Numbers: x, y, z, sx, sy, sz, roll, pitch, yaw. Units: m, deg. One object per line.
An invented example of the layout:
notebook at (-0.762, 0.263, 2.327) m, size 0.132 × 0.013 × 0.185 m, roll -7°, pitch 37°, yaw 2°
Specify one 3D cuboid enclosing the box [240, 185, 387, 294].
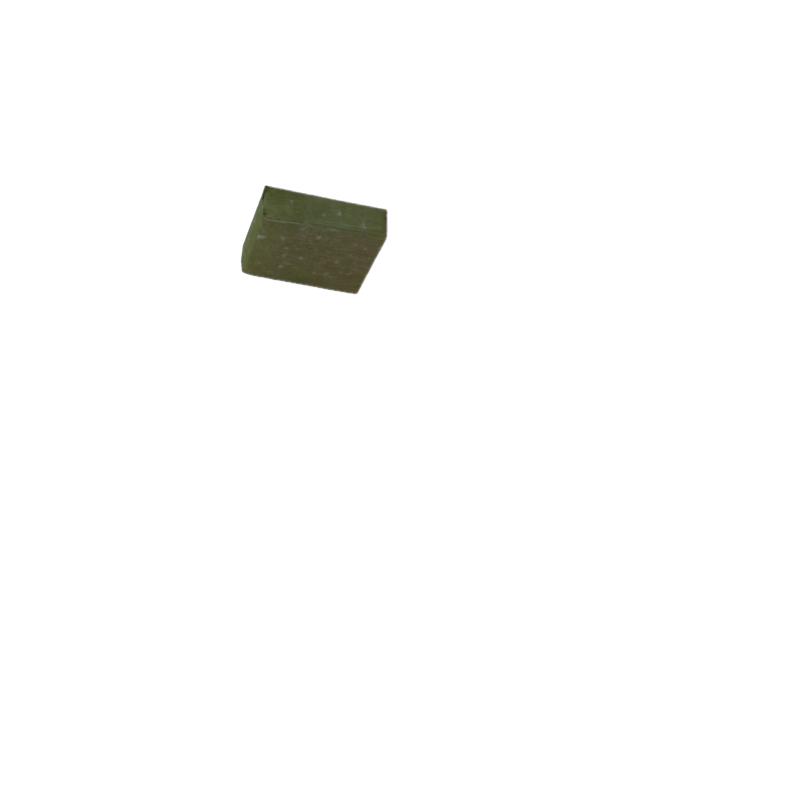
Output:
box at (-0.077, -0.139, 0.977) m, size 0.111 × 0.042 × 0.086 m, roll 9°, pitch -34°, yaw -14°
